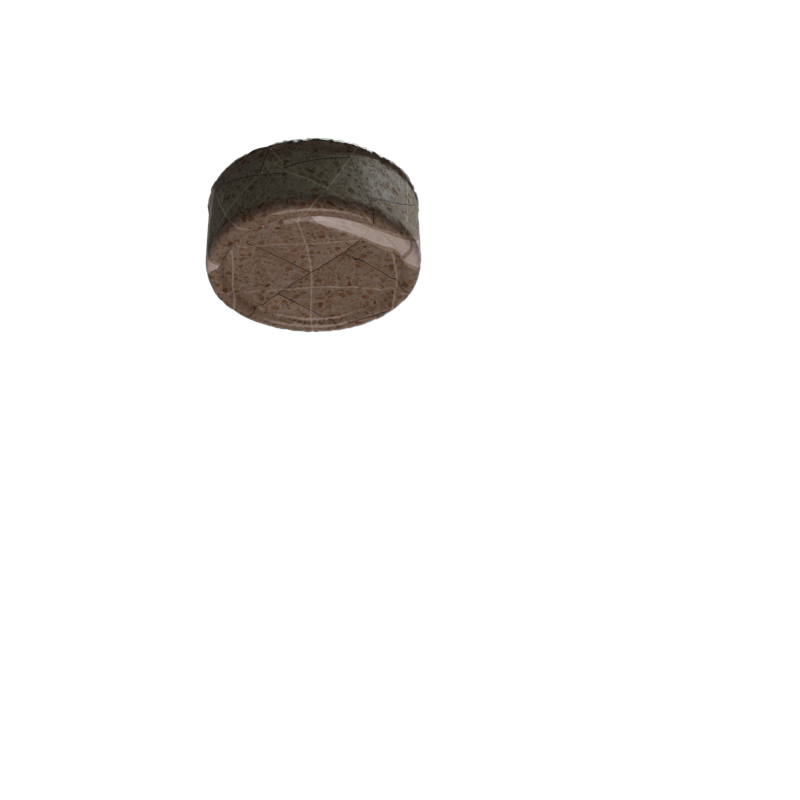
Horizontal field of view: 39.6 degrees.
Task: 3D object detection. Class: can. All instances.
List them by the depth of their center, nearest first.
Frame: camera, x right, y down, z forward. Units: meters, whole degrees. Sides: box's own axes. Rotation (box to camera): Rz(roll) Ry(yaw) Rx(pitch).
[{"bbox_3d":[-0.035,-0.063,0.441,0.086,0.036,0.080,1,-33,-2],"label":"can"}]
